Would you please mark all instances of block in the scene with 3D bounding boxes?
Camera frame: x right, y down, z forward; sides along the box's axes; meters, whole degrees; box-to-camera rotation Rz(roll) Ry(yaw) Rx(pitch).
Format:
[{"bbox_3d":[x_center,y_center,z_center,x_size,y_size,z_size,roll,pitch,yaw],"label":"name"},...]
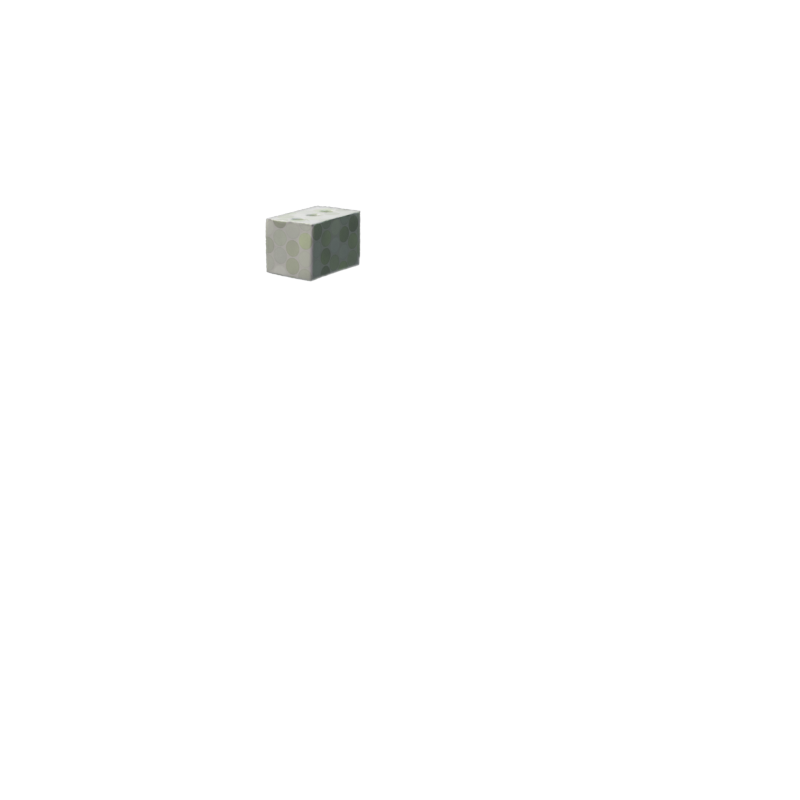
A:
[{"bbox_3d":[-0.078,-0.142,0.998,0.055,0.049,0.077,11,21,31],"label":"block"}]
